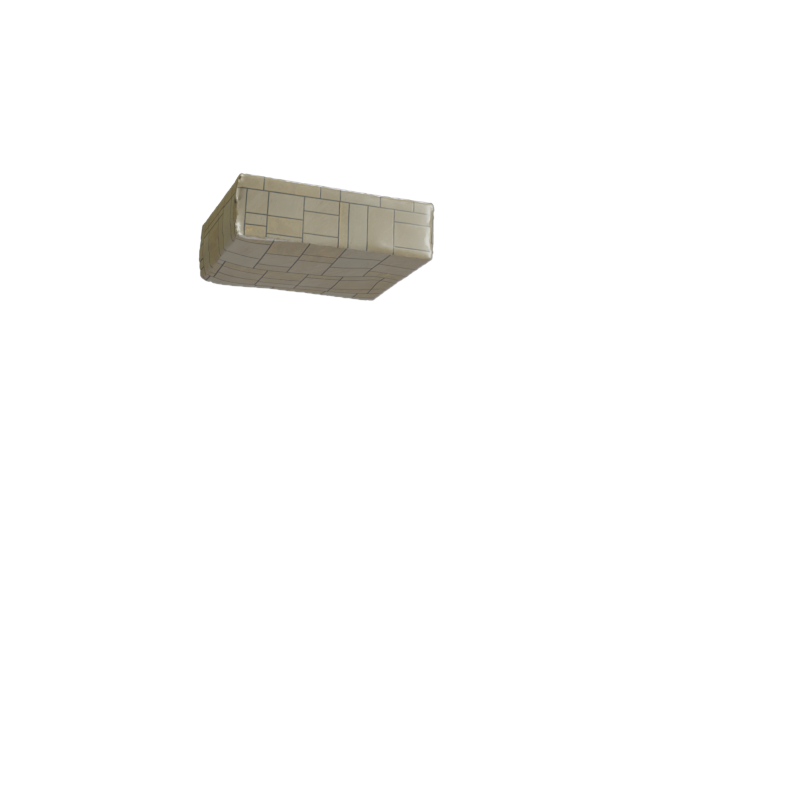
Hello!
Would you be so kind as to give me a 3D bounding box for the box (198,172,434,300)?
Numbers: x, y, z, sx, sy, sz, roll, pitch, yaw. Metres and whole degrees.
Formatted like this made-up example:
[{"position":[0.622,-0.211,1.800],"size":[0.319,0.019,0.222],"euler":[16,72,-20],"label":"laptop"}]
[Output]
[{"position":[-0.049,-0.089,0.623],"size":[0.110,0.040,0.089],"euler":[4,-13,-20],"label":"box"}]
